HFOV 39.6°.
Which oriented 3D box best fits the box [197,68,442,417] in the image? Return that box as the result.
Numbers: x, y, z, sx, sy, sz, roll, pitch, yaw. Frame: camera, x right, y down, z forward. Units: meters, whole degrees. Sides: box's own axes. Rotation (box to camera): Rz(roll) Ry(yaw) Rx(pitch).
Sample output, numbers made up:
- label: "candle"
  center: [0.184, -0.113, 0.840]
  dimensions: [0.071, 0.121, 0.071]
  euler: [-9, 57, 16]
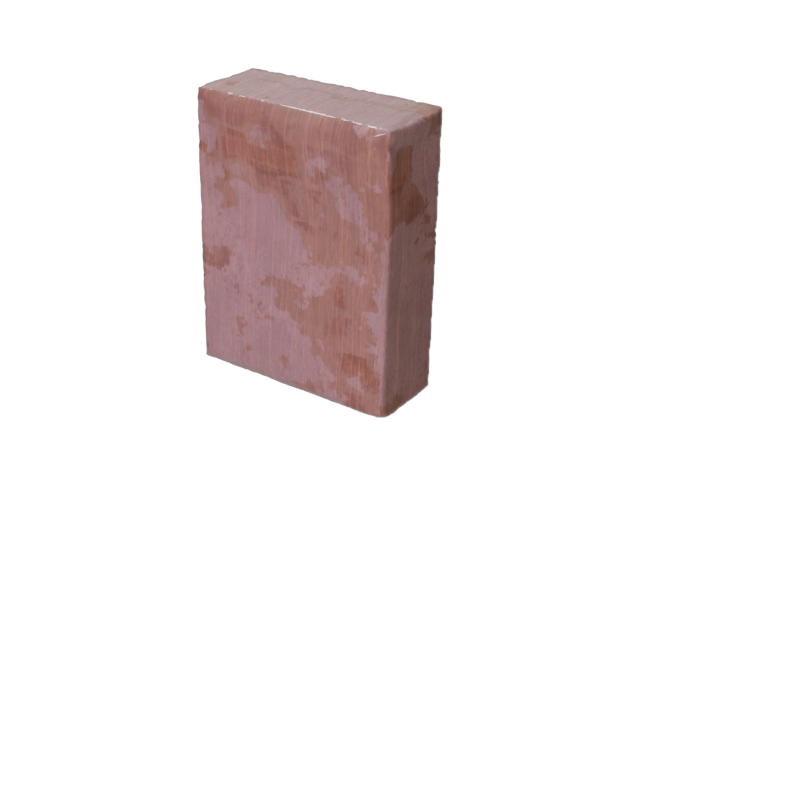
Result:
- label: "box"
  center: [-0.061, -0.112, 0.783]
  dimensions: [0.173, 0.202, 0.072]
  euler: [19, 31, 31]
